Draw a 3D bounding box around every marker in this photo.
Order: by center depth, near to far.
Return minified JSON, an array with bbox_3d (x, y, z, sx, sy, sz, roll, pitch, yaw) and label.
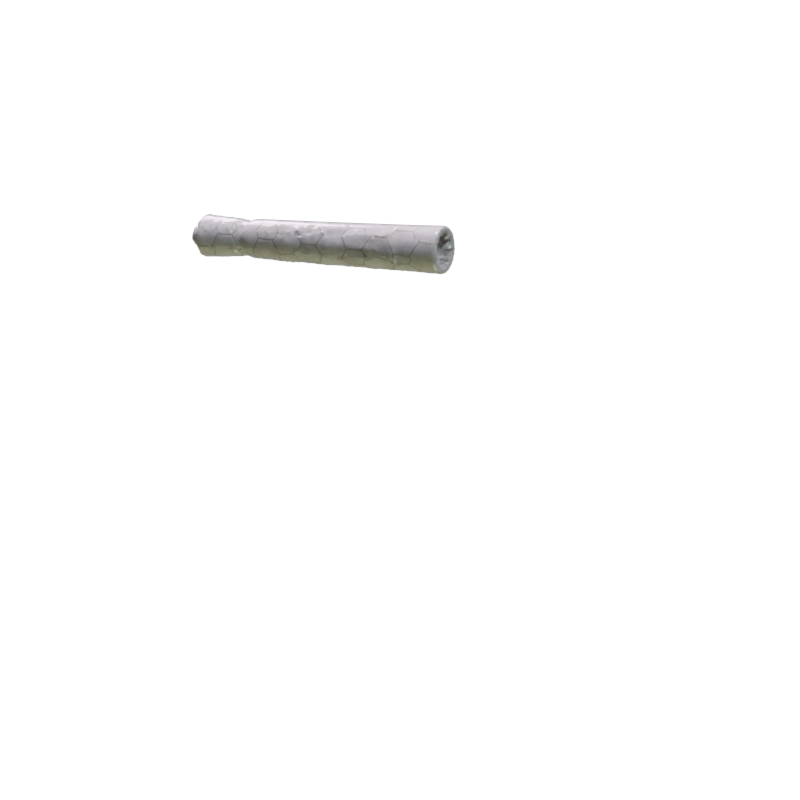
[{"bbox_3d":[-0.036,-0.066,0.461,0.126,0.020,0.019,8,8,31],"label":"marker"}]
